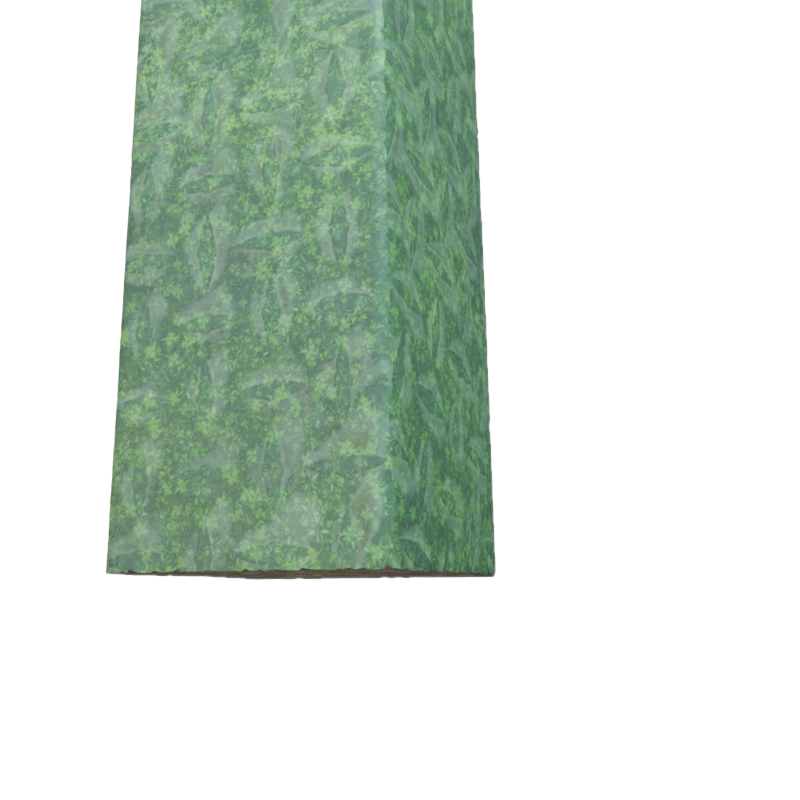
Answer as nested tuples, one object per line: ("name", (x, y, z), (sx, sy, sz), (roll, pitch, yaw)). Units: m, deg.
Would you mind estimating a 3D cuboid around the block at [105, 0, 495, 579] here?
("block", (-0.028, -0.051, 0.358), (0.092, 0.215, 0.085), (-8, -18, 23))
